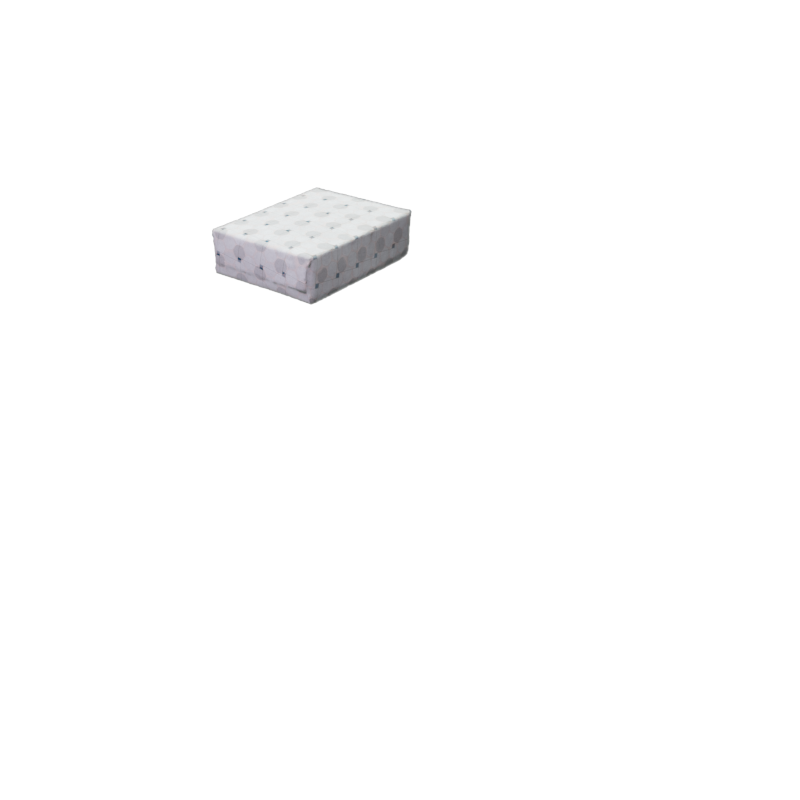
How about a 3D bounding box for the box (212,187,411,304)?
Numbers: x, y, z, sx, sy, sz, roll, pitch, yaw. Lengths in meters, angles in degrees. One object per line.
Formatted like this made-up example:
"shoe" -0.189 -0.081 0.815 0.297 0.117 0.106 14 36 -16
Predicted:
"box" -0.060 -0.110 0.771 0.095 0.037 0.113 20 33 34
